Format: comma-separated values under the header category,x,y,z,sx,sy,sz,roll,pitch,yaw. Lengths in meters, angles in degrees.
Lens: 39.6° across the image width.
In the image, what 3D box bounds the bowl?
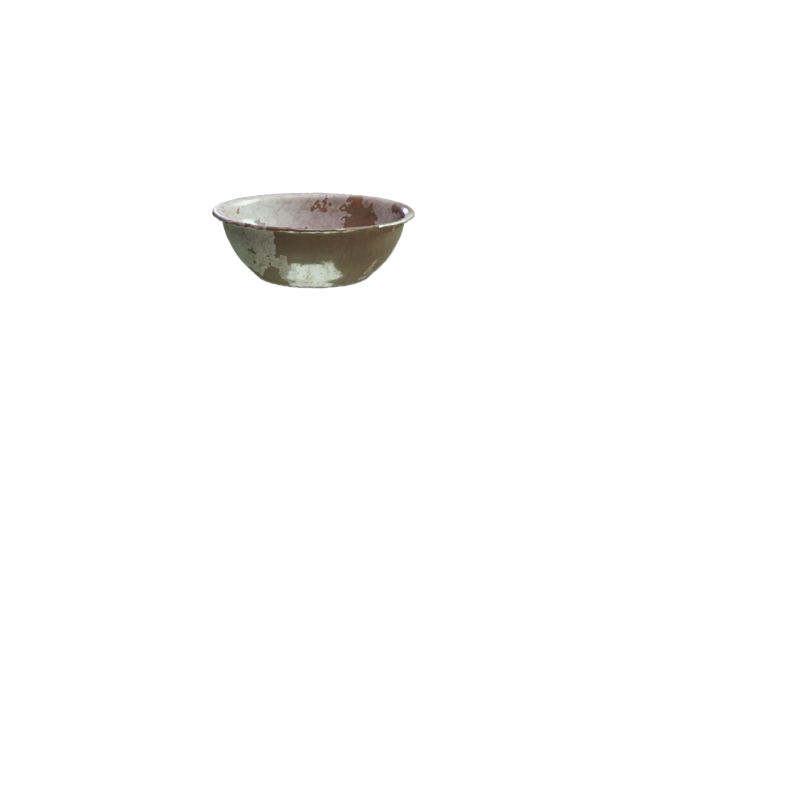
category,x,y,z,sx,sy,sz,roll,pitch,yaw
bowl,-0.070,-0.127,0.889,0.162,0.053,0.168,-1,19,-2
